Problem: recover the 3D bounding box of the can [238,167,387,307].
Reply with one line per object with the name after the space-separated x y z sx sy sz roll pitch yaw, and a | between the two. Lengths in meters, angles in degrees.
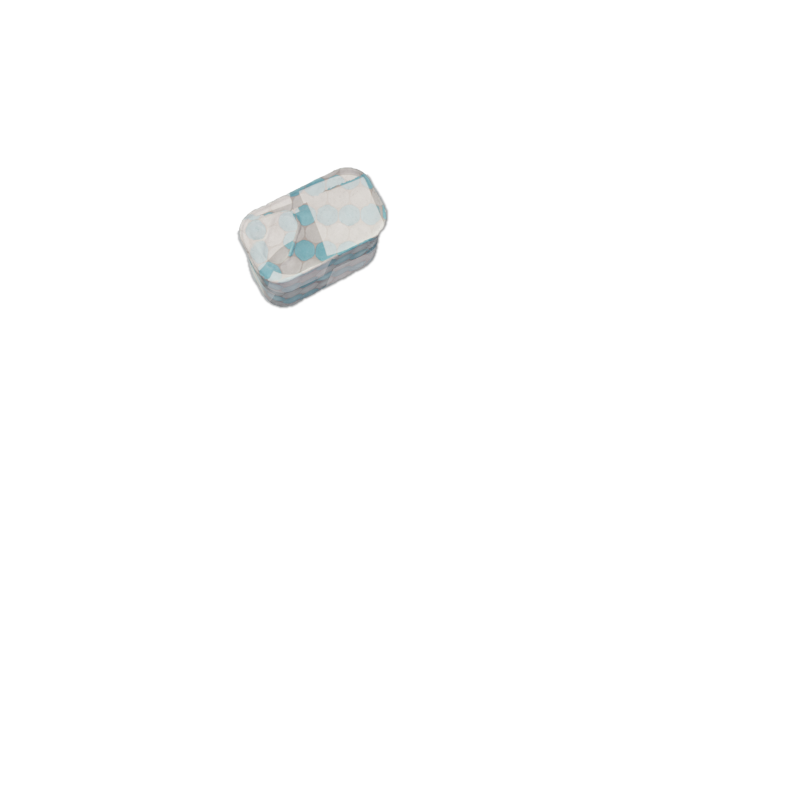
-0.063 -0.115 0.809 0.102 0.060 0.081 -28 -10 -8 | can
